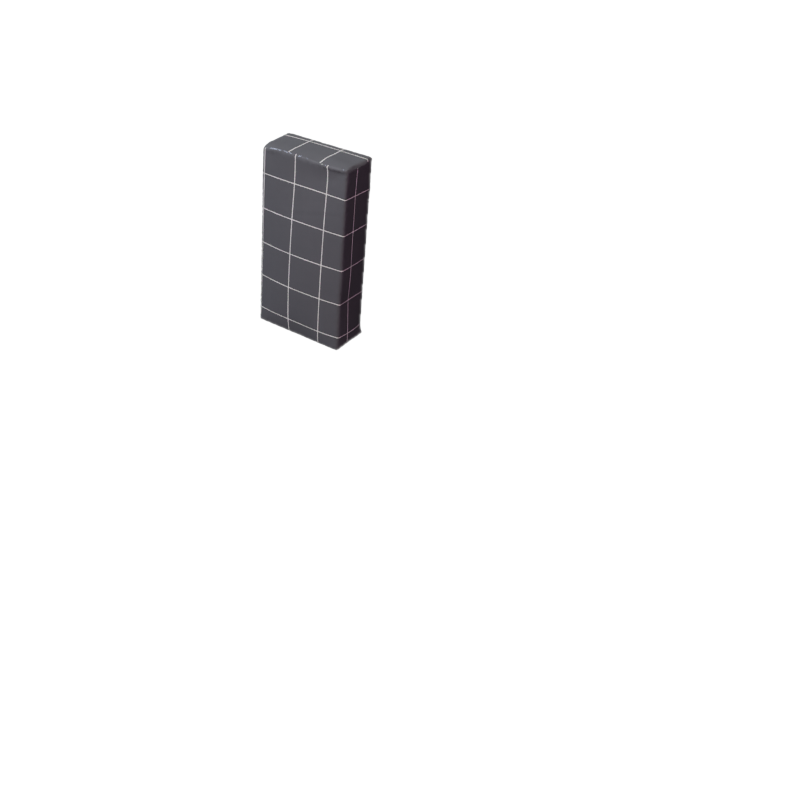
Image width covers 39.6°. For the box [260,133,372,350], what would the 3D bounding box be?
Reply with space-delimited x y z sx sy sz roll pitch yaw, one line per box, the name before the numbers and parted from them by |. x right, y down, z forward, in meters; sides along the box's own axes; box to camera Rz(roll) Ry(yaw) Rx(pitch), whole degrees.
box | -0.078 -0.141 0.988 0.098 0.166 0.048 21 35 29
